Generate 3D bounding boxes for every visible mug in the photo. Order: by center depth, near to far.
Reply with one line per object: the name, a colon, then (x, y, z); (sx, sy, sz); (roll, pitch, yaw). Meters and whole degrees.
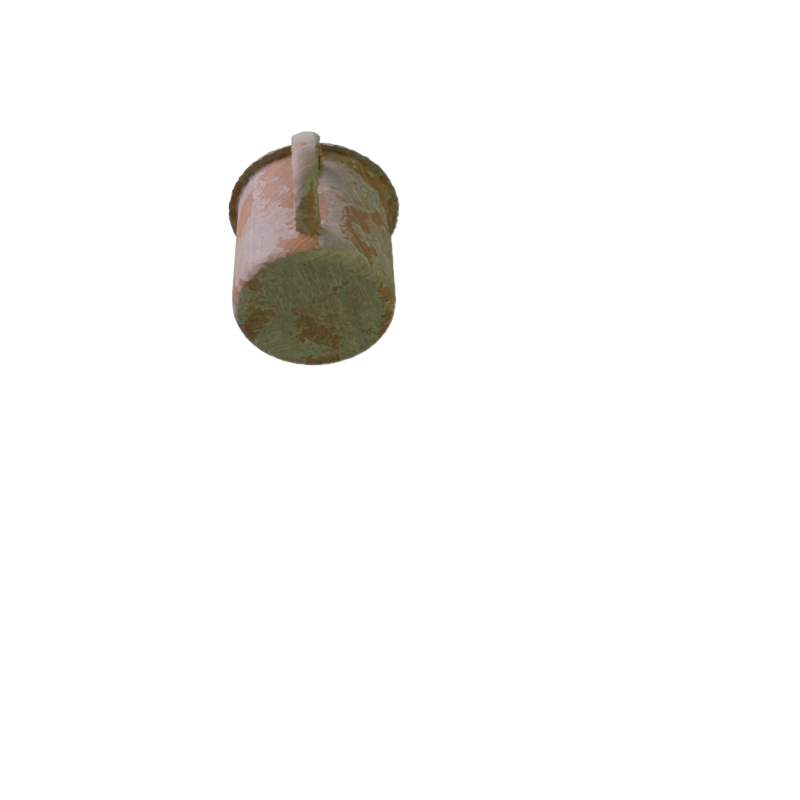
mug: (-0.044, -0.081, 0.567); (0.093, 0.109, 0.087); (0, 44, -2)
